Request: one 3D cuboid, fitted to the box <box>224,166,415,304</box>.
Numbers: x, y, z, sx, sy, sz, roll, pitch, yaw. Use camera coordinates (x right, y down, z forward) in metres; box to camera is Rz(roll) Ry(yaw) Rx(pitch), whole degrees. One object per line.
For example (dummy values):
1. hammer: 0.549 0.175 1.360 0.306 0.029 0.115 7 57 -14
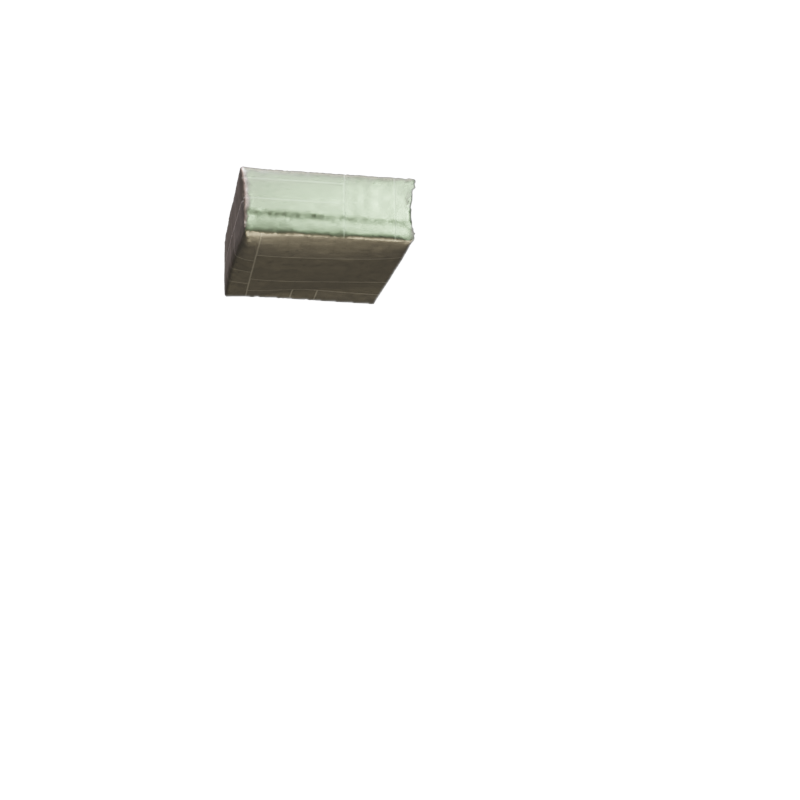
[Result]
1. box: -0.047 -0.085 0.598 0.089 0.040 0.111 2 -12 -11
